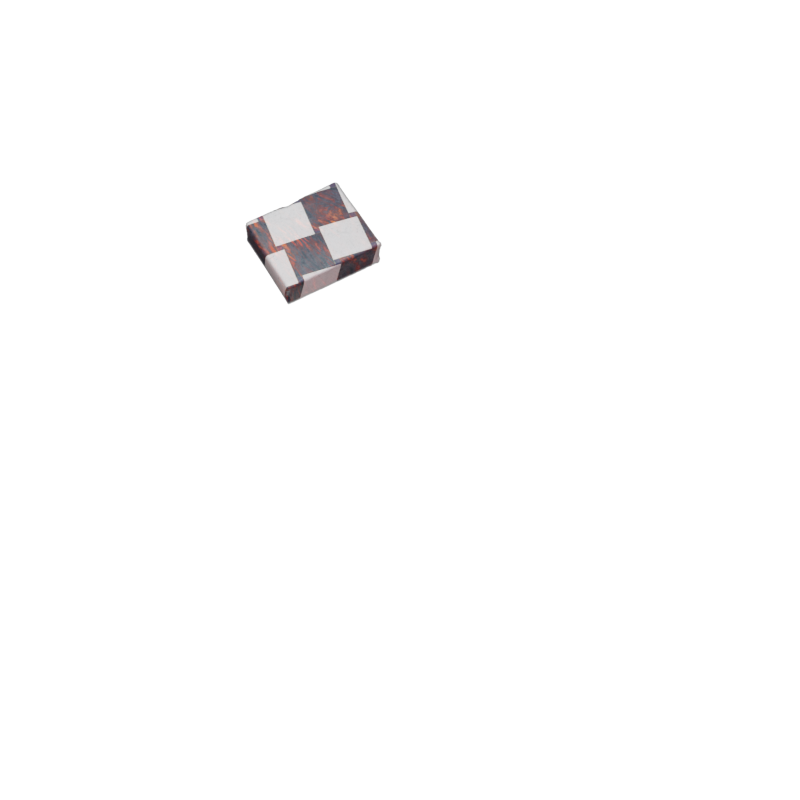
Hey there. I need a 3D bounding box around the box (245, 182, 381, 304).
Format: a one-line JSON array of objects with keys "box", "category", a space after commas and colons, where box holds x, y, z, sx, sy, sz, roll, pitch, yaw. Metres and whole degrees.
[{"box": [-0.071, -0.130, 0.909, 0.089, 0.078, 0.028, -27, -27, -16], "category": "box"}]
